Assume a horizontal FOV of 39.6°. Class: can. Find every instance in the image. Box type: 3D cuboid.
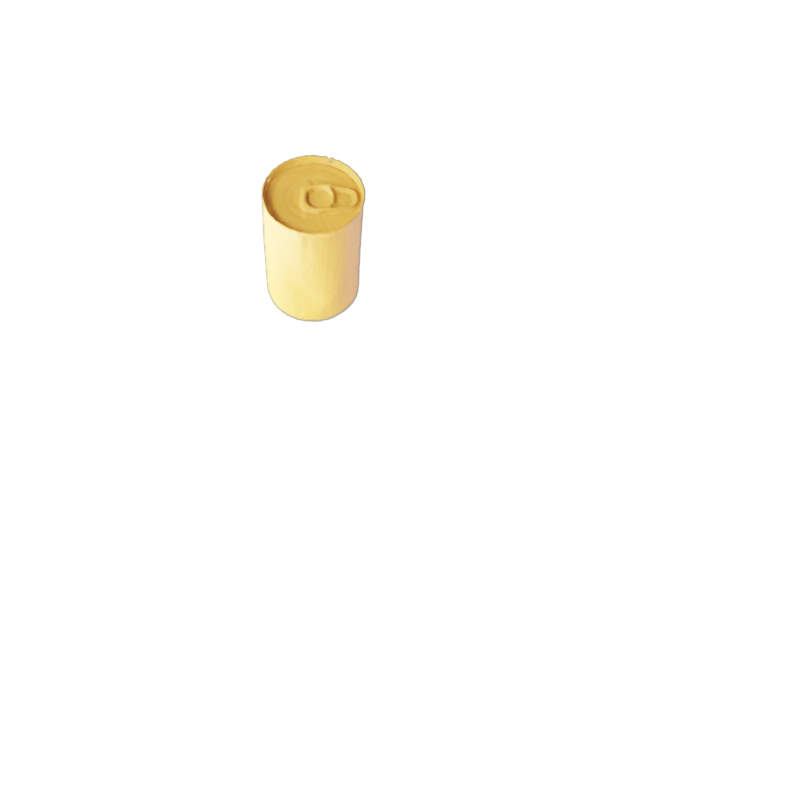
[{"bbox_3d":[-0.059,-0.108,0.759,0.068,0.073,0.096,0,-34,-3],"label":"can"}]
